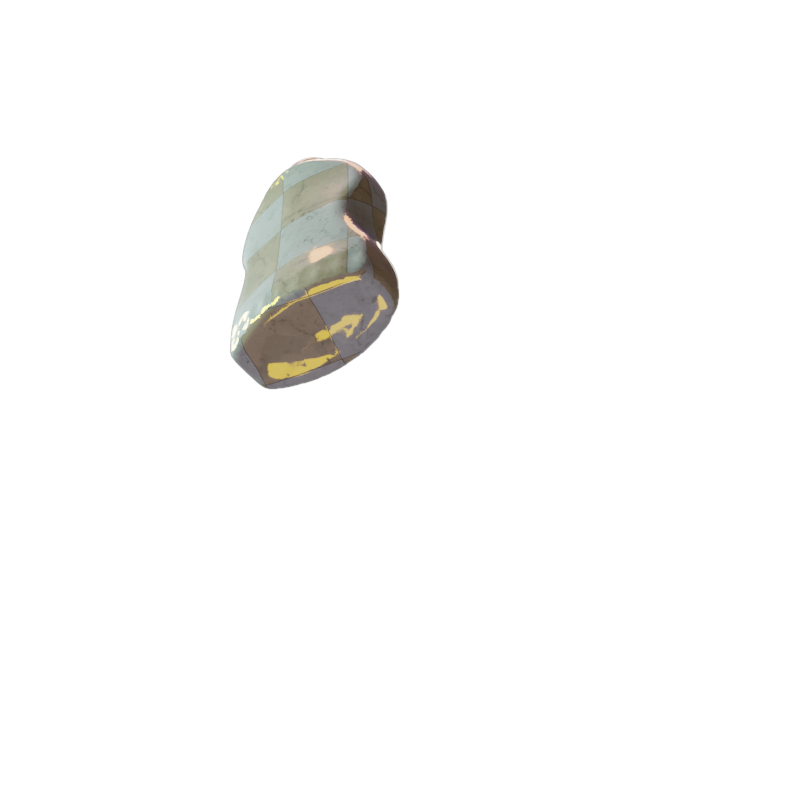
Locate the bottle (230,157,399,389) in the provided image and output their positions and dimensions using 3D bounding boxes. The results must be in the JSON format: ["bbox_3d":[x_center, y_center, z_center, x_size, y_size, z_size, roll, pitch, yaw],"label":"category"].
[{"bbox_3d":[-0.052,-0.094,0.663,0.095,0.055,0.205,-34,32,19],"label":"bottle"}]
